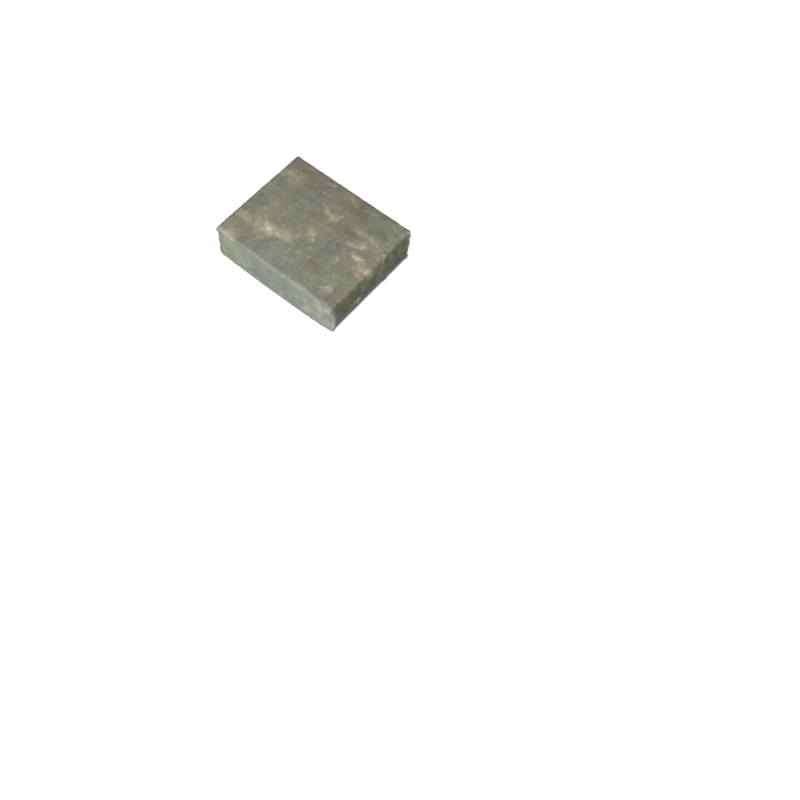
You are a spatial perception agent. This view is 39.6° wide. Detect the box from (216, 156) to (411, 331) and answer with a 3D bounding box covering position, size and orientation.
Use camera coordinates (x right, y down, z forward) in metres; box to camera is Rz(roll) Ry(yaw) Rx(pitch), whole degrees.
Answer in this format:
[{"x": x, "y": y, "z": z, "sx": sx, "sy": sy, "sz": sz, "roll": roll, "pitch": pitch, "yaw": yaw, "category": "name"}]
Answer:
[{"x": -0.063, "y": -0.115, "z": 0.809, "sx": 0.119, "sy": 0.091, "sz": 0.036, "roll": 36, "pitch": -25, "yaw": 19, "category": "box"}]
